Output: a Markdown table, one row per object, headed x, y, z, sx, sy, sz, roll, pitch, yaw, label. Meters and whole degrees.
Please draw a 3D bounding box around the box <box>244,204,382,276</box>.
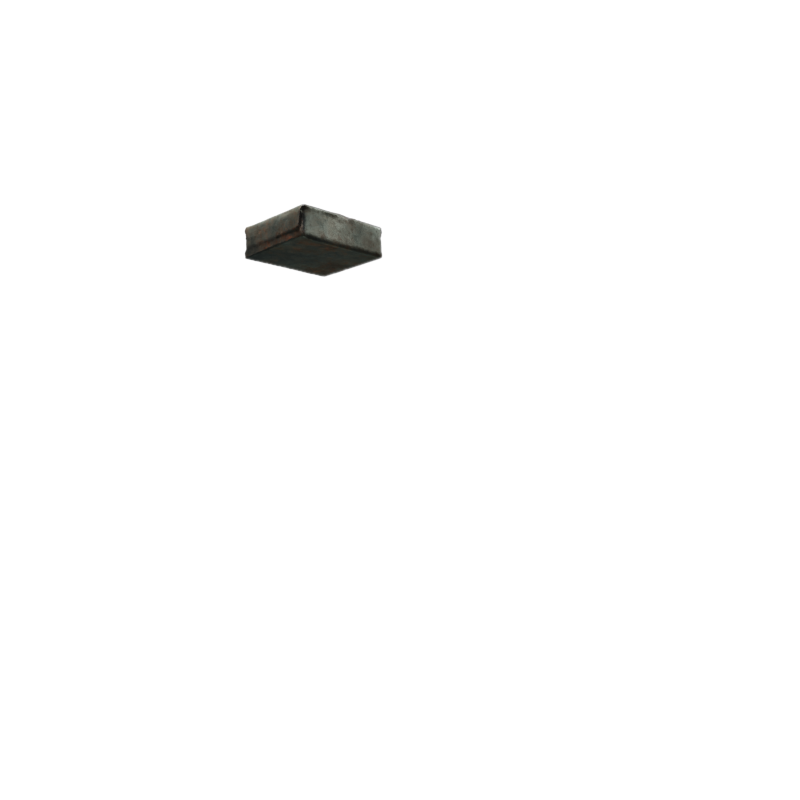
| x | y | z | sx | sy | sz | roll | pitch | yaw | label |
| --- | --- | --- | --- | --- | --- | --- | --- | --- | --- |
| -0.071 | -0.129 | 0.904 | 0.085 | 0.031 | 0.074 | 11 | -16 | -41 | box |
